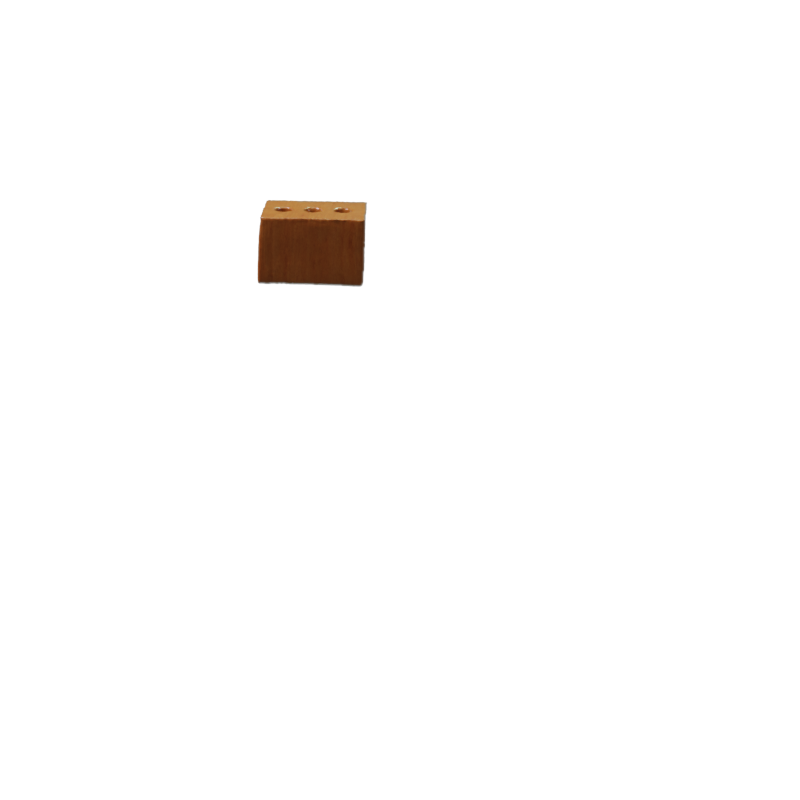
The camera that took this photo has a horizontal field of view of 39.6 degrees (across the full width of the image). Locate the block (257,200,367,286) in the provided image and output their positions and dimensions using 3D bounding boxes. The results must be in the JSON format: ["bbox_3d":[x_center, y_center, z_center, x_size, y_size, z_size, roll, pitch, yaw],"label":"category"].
[{"bbox_3d":[-0.064,-0.117,0.821,0.078,0.049,0.055,1,22,2],"label":"block"}]
